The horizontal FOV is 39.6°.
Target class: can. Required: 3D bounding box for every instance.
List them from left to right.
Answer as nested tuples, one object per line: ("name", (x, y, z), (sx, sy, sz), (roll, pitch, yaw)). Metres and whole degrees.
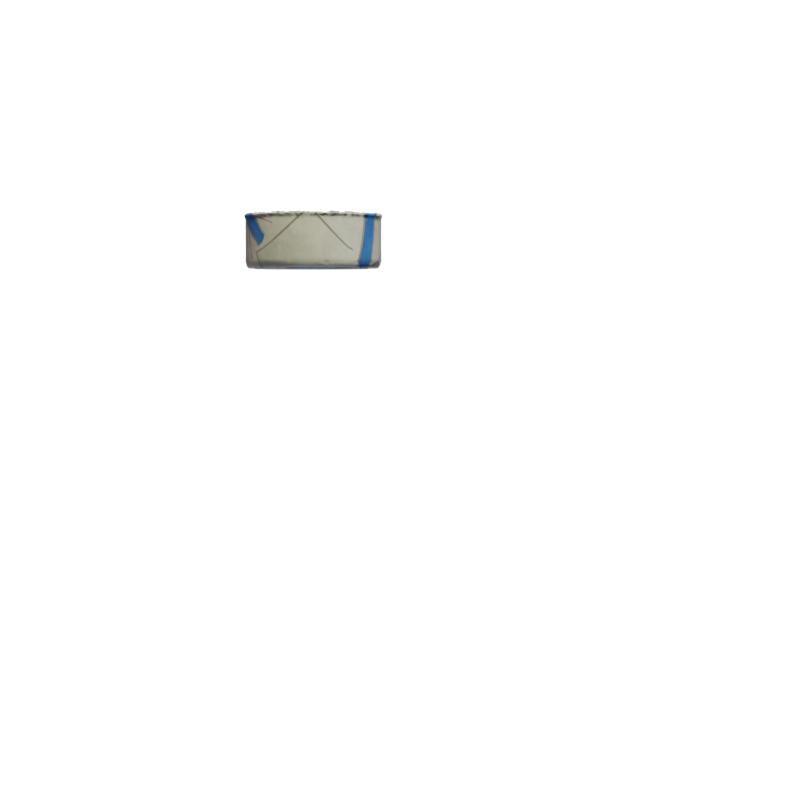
("can", (-0.054, -0.099, 0.690), (0.086, 0.033, 0.086), (0, 5, -2))
